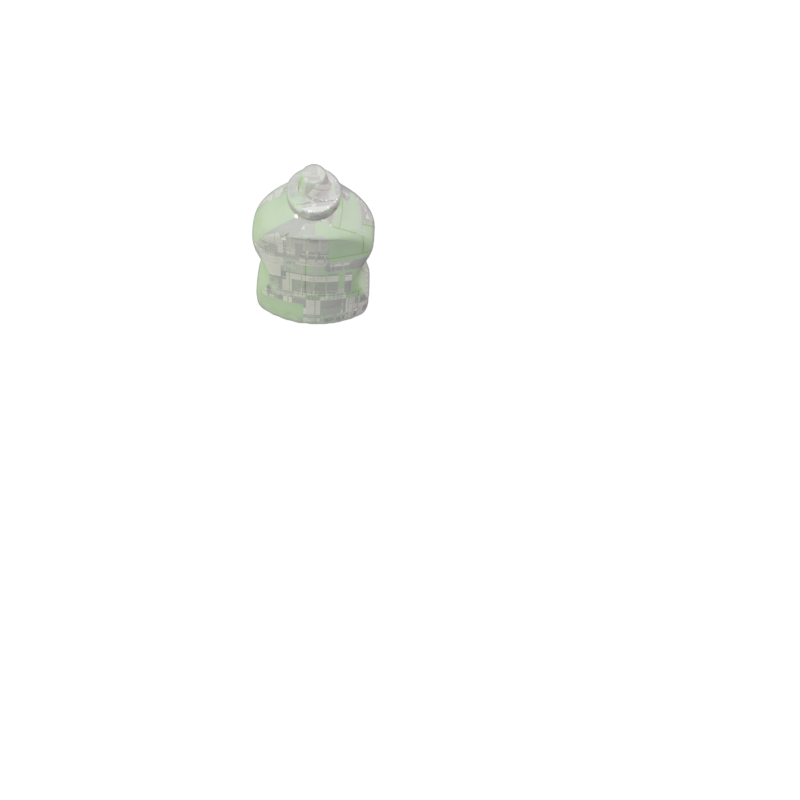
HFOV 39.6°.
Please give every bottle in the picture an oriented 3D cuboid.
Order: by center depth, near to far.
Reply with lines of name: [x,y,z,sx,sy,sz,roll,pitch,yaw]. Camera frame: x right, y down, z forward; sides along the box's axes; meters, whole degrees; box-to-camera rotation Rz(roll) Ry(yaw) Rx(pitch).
bottle: [-0.069,-0.127,0.885,0.096,0.062,0.181,6,-25,-1]
